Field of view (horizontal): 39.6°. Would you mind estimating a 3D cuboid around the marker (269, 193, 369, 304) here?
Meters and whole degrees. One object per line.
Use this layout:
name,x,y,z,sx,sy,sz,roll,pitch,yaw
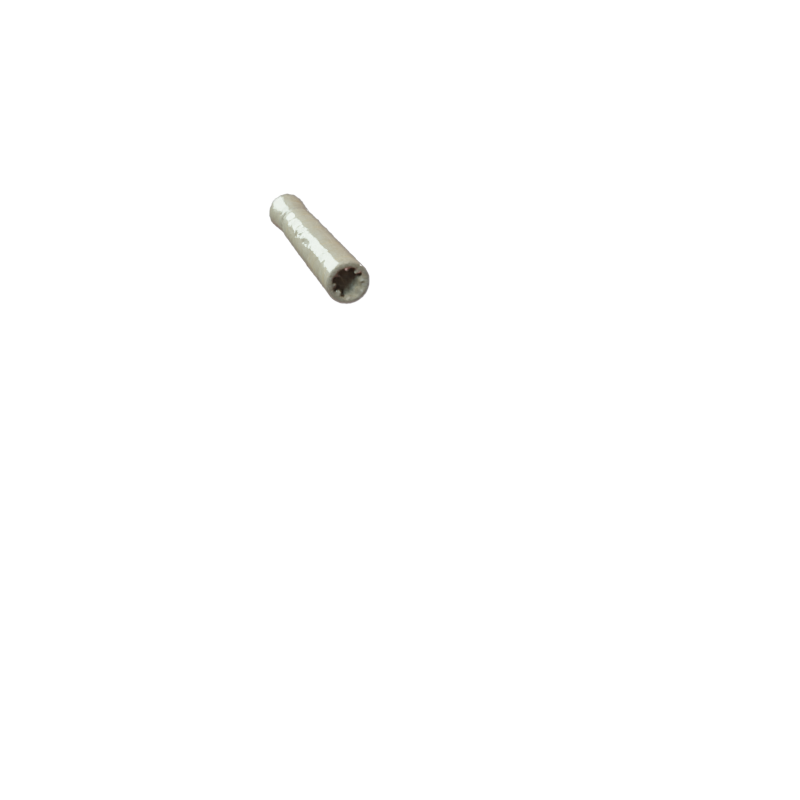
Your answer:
marker,-0.040,-0.074,0.516,0.019,0.019,0.129,-2,24,-18
